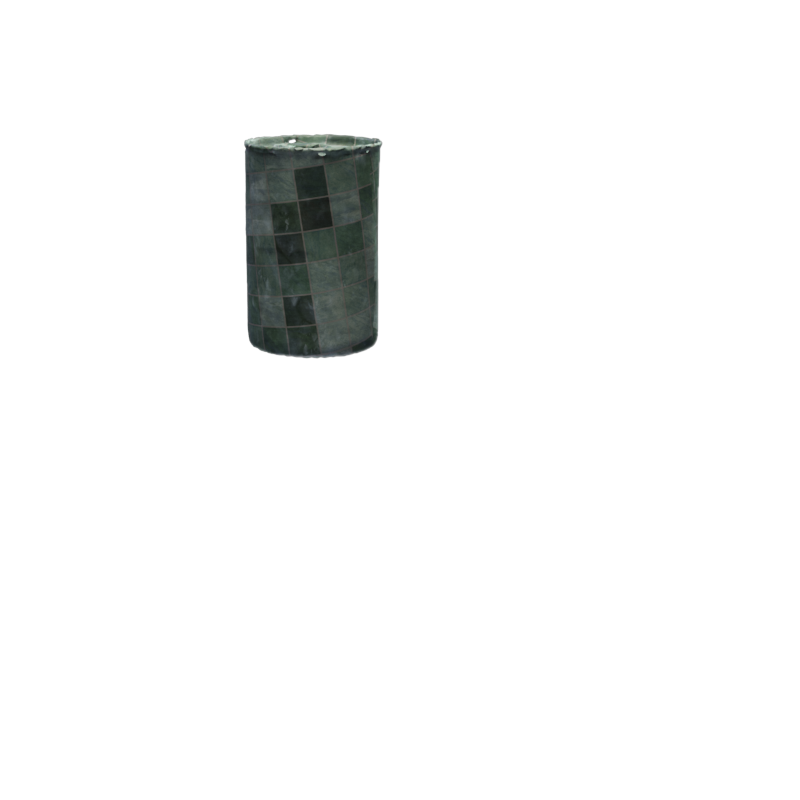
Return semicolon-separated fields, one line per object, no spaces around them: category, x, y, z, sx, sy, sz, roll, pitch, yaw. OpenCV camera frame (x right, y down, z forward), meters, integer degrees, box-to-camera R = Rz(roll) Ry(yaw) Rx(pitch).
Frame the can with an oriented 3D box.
can;-0.043;-0.079;0.554;0.068;0.099;0.071;0;14;-2
